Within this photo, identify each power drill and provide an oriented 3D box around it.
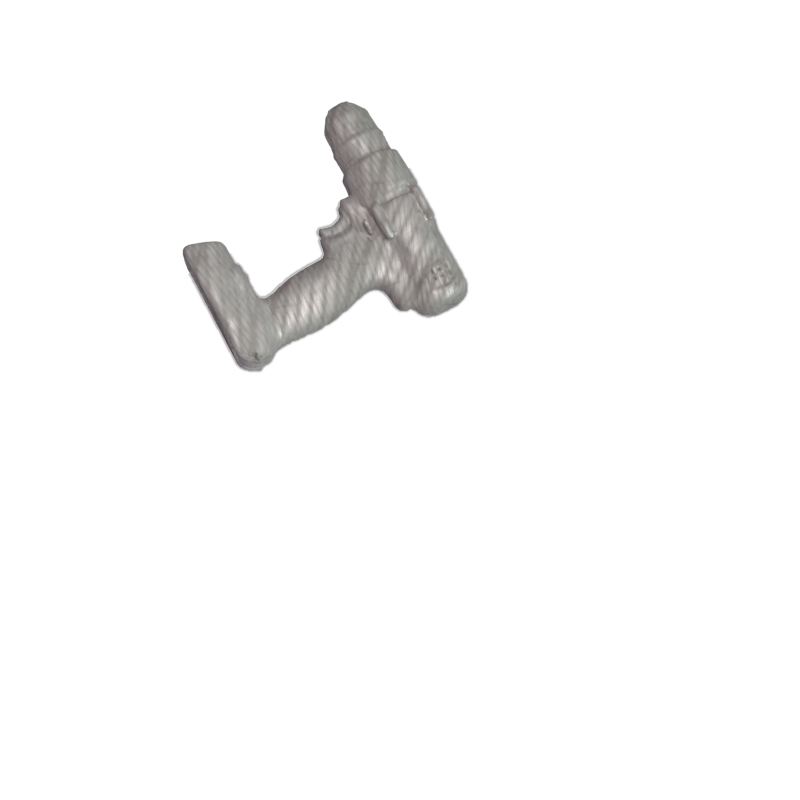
[{"bbox_3d":[-0.066,-0.120,0.842,0.187,0.193,0.055,-26,-16,-8],"label":"power drill"}]
